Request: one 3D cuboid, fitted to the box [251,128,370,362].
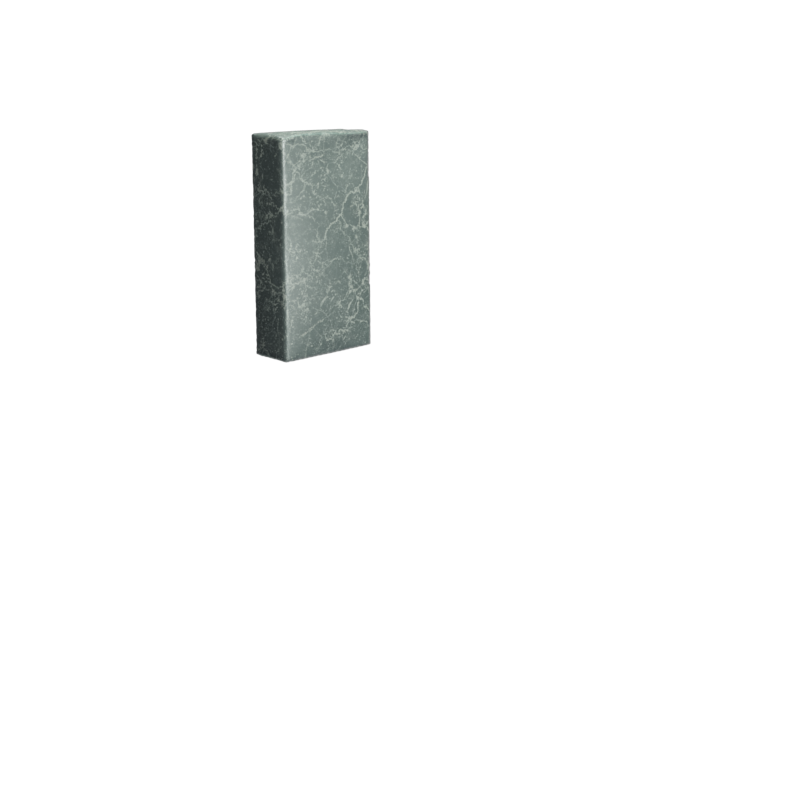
[{"bbox_3d":[-0.069,-0.126,0.882,0.091,0.172,0.051,-10,16,-42],"label":"box"}]
